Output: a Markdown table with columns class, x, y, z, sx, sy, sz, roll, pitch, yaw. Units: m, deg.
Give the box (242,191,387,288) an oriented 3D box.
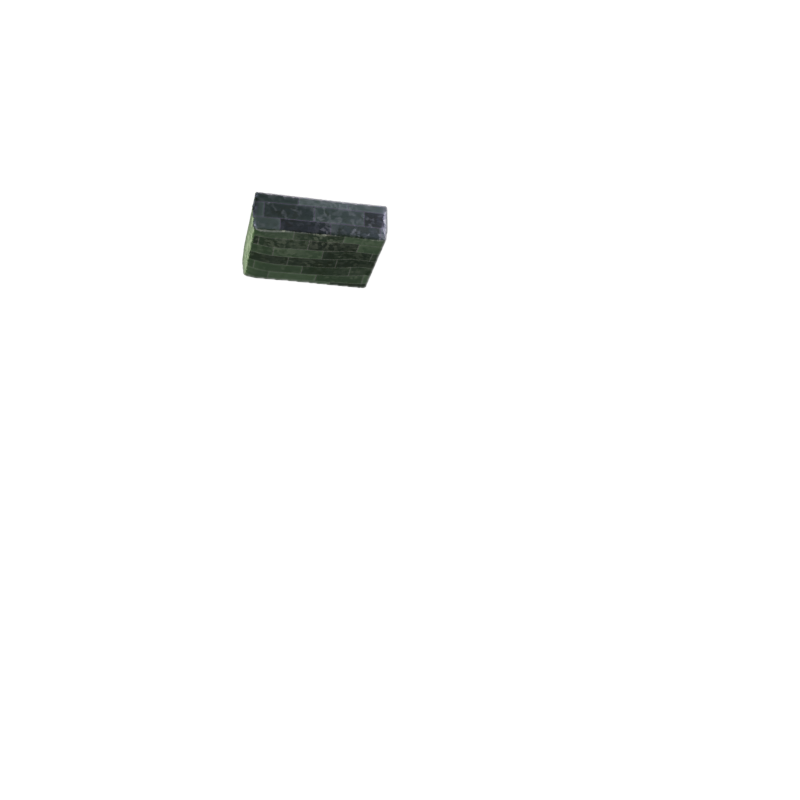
| class | x | y | z | sx | sy | sz | roll | pitch | yaw |
| --- | --- | --- | --- | --- | --- | --- | --- | --- | --- |
| box | -0.074 | -0.134 | 0.939 | 0.112 | 0.041 | 0.086 | 4 | -24 | -10 |
